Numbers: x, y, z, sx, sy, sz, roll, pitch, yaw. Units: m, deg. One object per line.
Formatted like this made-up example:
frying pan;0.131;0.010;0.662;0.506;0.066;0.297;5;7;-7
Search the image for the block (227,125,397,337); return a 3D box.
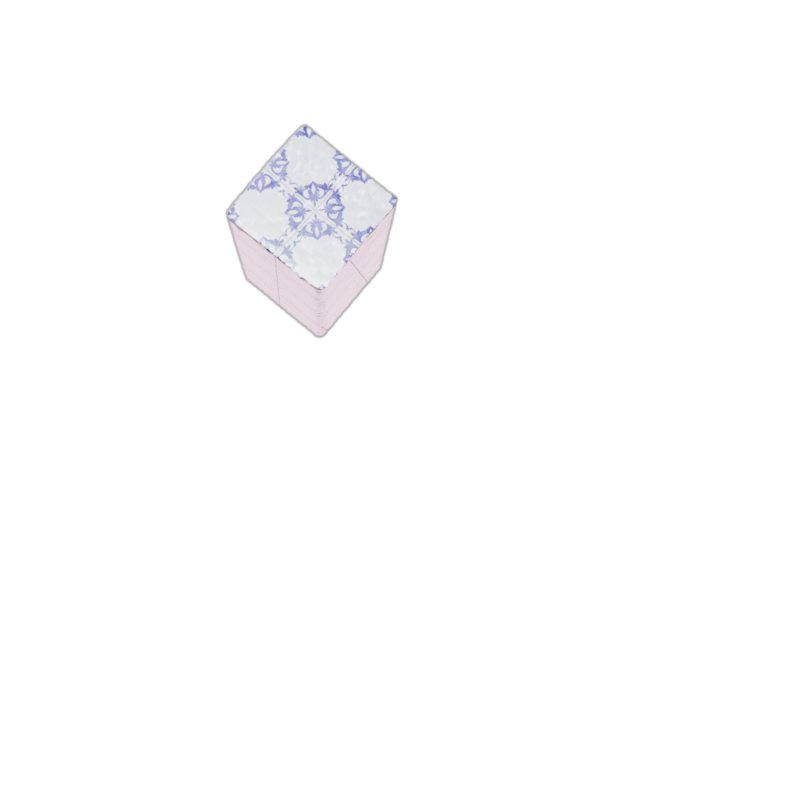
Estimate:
block;-0.069;-0.125;0.877;0.092;0.091;0.201;39;-8;2
